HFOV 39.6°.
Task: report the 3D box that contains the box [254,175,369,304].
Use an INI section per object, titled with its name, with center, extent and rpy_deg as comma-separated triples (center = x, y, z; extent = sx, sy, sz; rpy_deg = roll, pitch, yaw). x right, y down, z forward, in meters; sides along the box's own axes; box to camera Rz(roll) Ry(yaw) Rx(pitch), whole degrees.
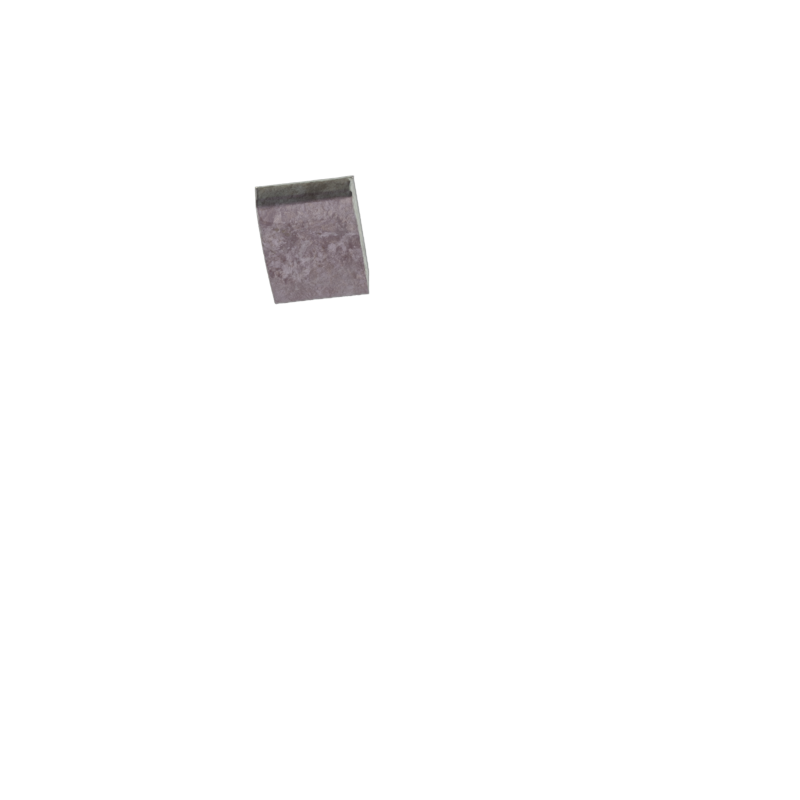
[box]
center = -0.078, -0.142, 0.993
extent = 0.090, 0.105, 0.042
rpy_deg = -6, 41, 4
